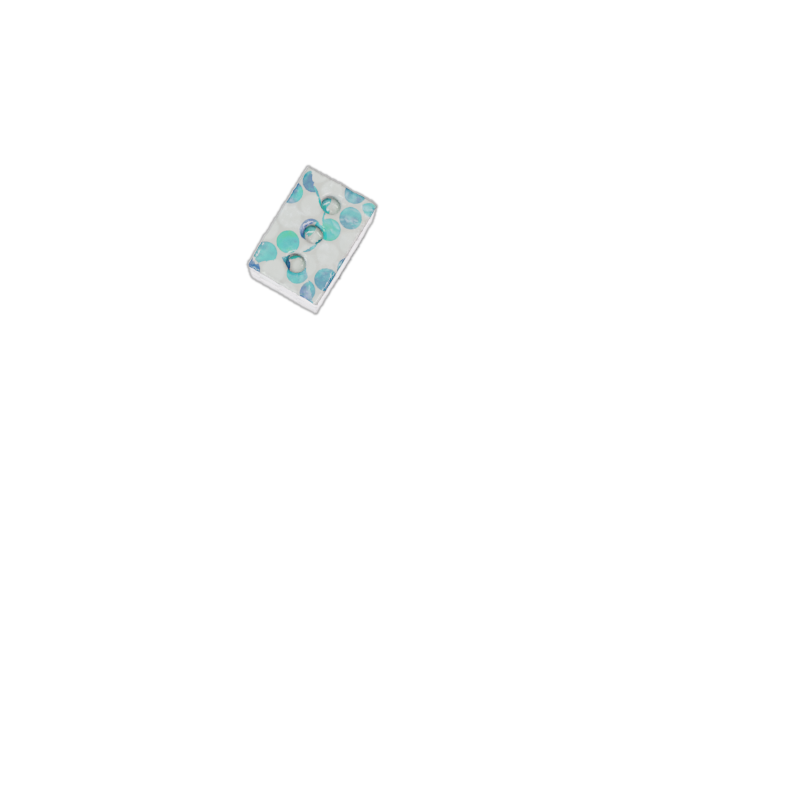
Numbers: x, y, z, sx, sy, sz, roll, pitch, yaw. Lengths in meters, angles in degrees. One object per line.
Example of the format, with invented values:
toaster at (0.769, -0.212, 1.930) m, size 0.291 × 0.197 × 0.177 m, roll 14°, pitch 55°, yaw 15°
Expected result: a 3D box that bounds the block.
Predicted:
block at (-0.056, -0.103, 0.721) m, size 0.053 × 0.079 × 0.050 m, roll 29°, pitch -9°, yaw 2°
